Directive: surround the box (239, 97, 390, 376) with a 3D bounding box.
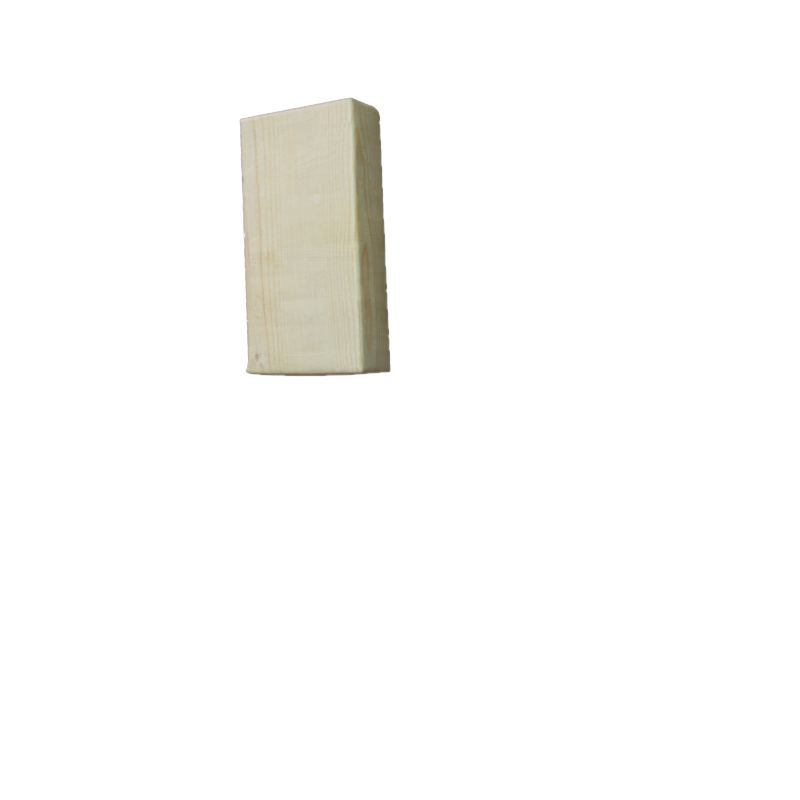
[{"bbox_3d":[-0.057,-0.105,0.736,0.096,0.180,0.046,-4,-9,31],"label":"box"}]
